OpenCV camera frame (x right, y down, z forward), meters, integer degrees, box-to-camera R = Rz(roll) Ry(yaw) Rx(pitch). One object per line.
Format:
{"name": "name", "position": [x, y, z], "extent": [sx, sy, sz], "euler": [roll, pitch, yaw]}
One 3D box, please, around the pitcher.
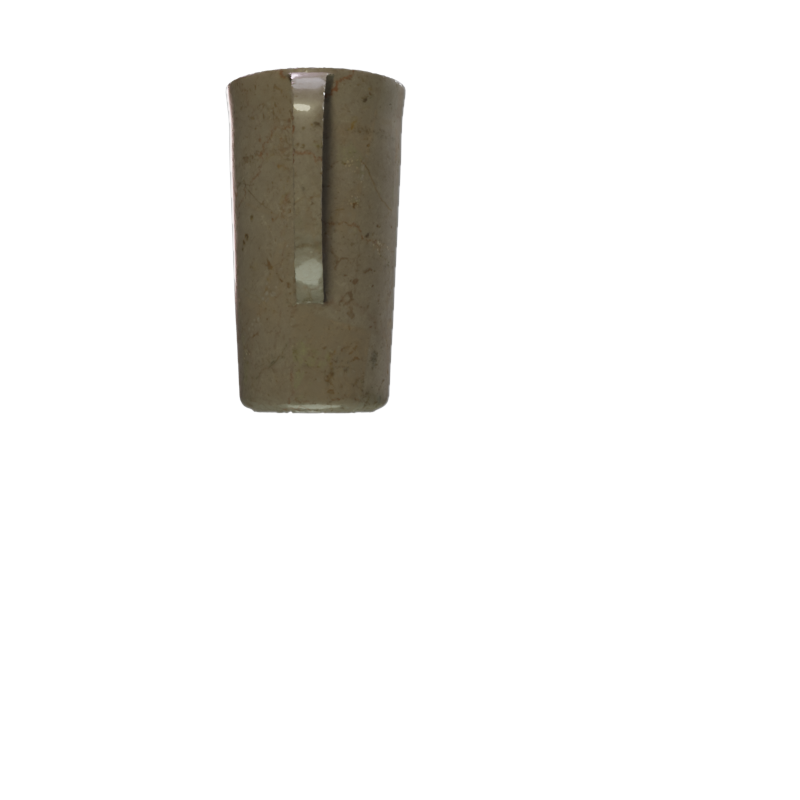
{"name": "pitcher", "position": [-0.063, -0.114, 0.799], "extent": [0.149, 0.247, 0.142], "euler": [-5, -7, 44]}
